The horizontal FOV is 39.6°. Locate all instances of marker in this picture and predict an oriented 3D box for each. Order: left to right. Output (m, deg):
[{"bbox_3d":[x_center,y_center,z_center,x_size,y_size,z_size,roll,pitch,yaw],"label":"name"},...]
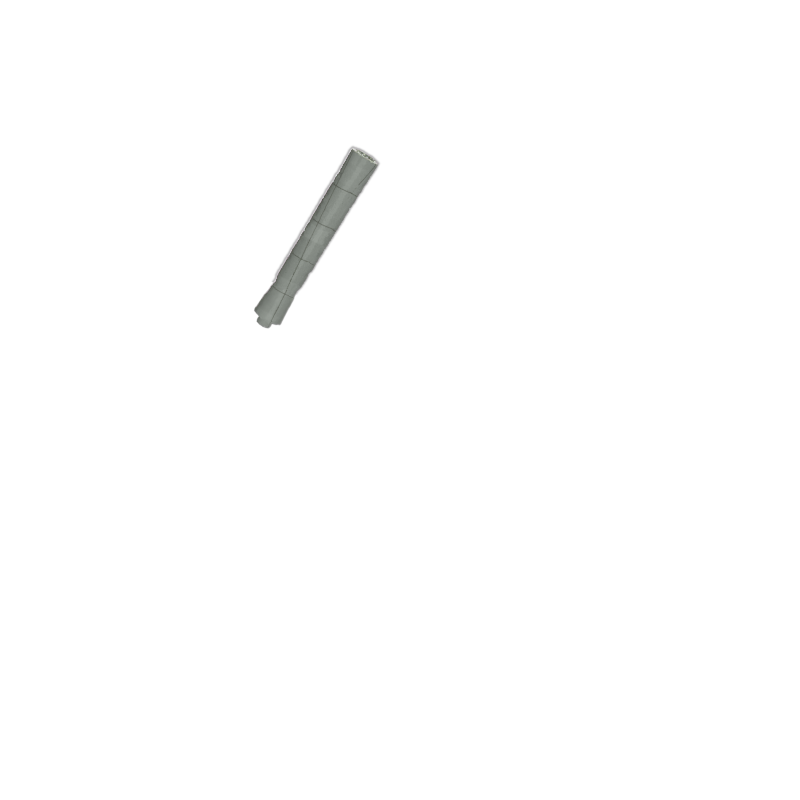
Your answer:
[{"bbox_3d":[-0.052,-0.094,0.659,0.019,0.119,0.021,30,14,-12],"label":"marker"}]
